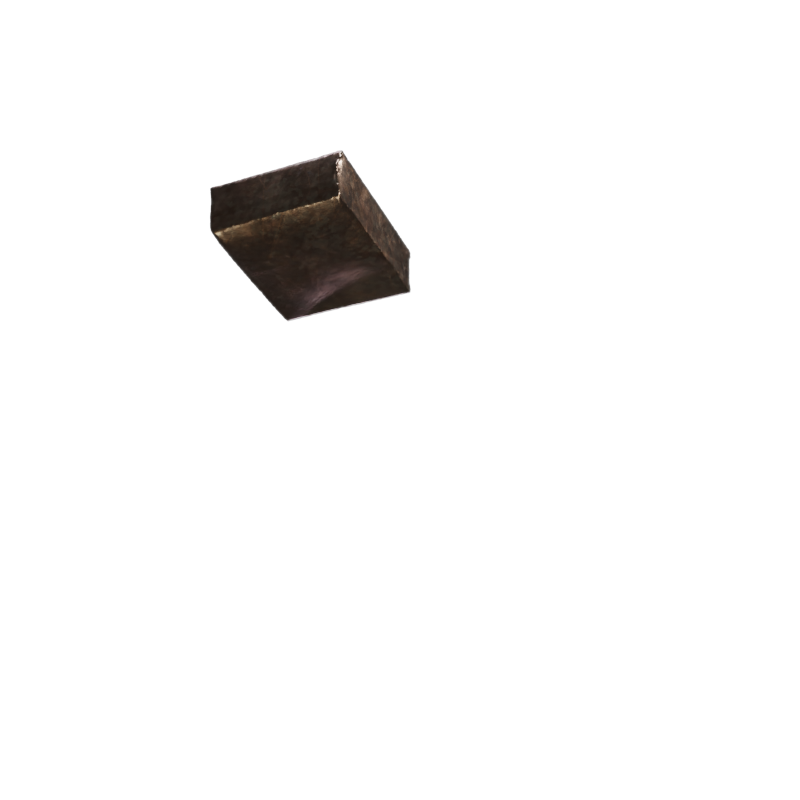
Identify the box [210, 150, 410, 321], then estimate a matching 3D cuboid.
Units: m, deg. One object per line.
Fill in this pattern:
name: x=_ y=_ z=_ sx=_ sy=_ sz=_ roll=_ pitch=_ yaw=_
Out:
box: x=-0.054 y=-0.099 z=0.690 sx=0.091 sy=0.041 sz=0.105 roll=-13 pitch=-32 yaw=20
